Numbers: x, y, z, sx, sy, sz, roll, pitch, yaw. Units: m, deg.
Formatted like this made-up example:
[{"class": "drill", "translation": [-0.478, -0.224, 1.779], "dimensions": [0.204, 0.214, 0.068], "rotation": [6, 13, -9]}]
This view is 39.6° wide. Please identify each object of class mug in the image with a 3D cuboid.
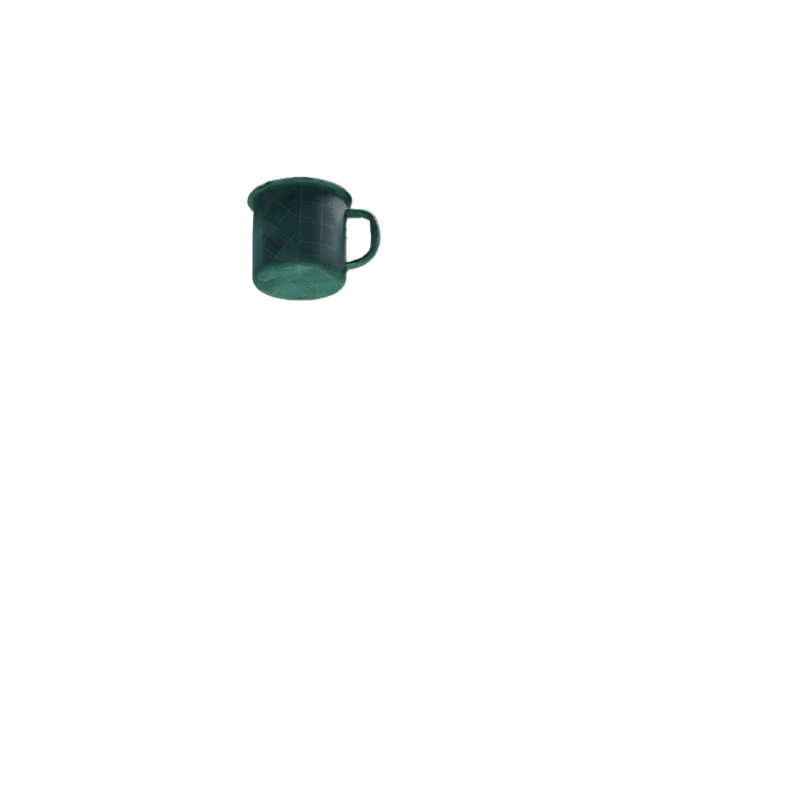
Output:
[{"class": "mug", "translation": [-0.075, -0.137, 0.960], "dimensions": [0.118, 0.086, 0.088], "rotation": [-2, -20, 4]}]
